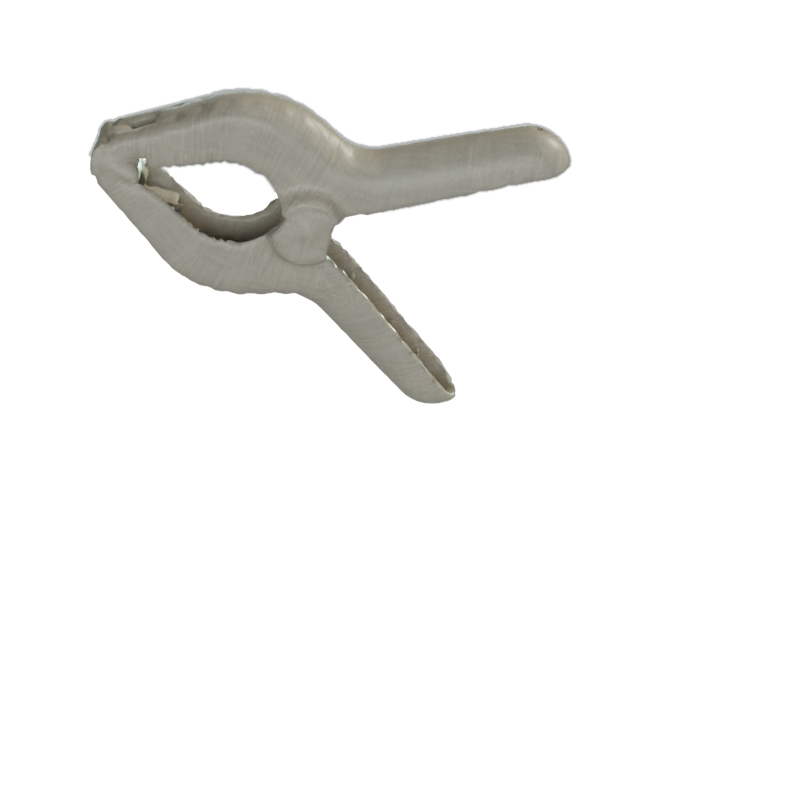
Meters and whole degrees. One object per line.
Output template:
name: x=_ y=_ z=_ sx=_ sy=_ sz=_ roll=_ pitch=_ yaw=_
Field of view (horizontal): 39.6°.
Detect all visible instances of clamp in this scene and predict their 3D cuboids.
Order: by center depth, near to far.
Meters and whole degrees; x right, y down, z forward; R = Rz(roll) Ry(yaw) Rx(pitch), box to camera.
clamp: x=-0.033 y=-0.060 z=0.419 sx=0.170 sy=0.115 sz=0.041 roll=11 pitch=20 yaw=-4
